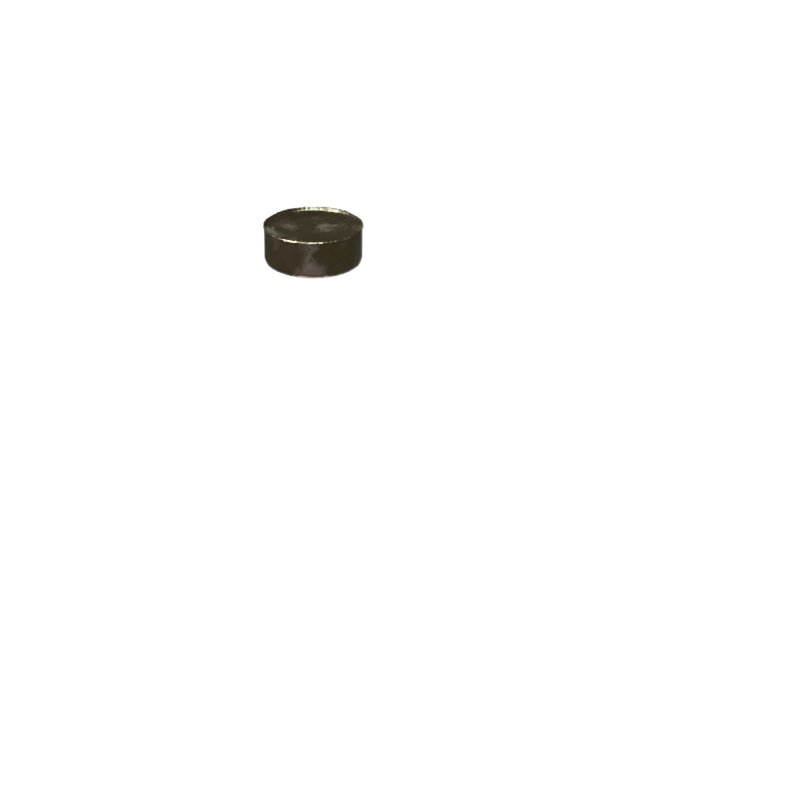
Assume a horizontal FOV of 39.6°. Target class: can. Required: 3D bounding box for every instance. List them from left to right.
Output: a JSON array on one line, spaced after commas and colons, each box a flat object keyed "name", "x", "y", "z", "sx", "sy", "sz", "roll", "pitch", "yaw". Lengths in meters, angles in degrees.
[{"name": "can", "x": -0.074, "y": -0.136, "z": 0.951, "sx": 0.086, "sy": 0.032, "sz": 0.091, "roll": -1, "pitch": 28, "yaw": -2}]
